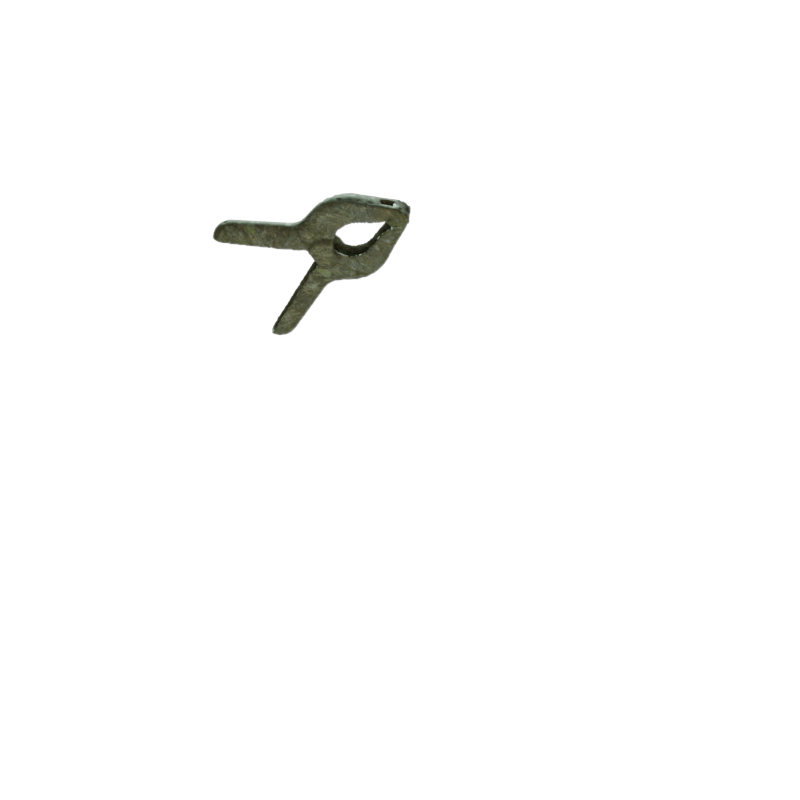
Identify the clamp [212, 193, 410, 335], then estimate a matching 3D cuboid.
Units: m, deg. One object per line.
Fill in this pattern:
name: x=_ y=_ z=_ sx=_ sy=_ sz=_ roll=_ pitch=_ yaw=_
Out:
clamp: x=-0.076 y=-0.139 z=0.971 sx=0.171 sy=0.113 sz=0.042 roll=-32 pitch=27 yaw=18
